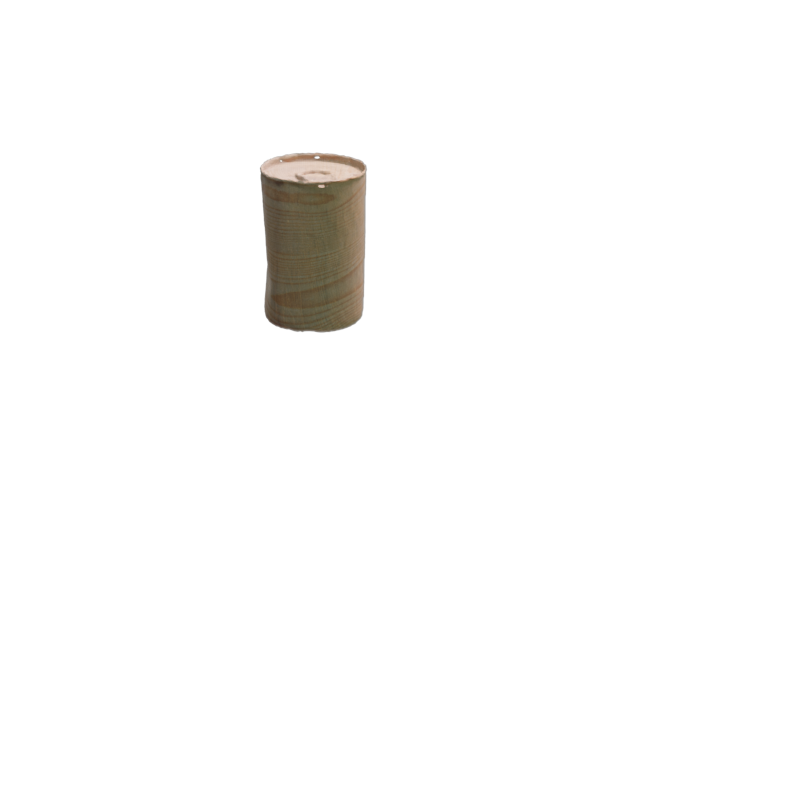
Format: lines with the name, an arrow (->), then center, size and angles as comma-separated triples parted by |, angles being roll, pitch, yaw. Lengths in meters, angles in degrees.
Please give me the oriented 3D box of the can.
can -> -0.056, -0.103, 0.719 | 0.068, 0.098, 0.072 | 0, 22, -2
